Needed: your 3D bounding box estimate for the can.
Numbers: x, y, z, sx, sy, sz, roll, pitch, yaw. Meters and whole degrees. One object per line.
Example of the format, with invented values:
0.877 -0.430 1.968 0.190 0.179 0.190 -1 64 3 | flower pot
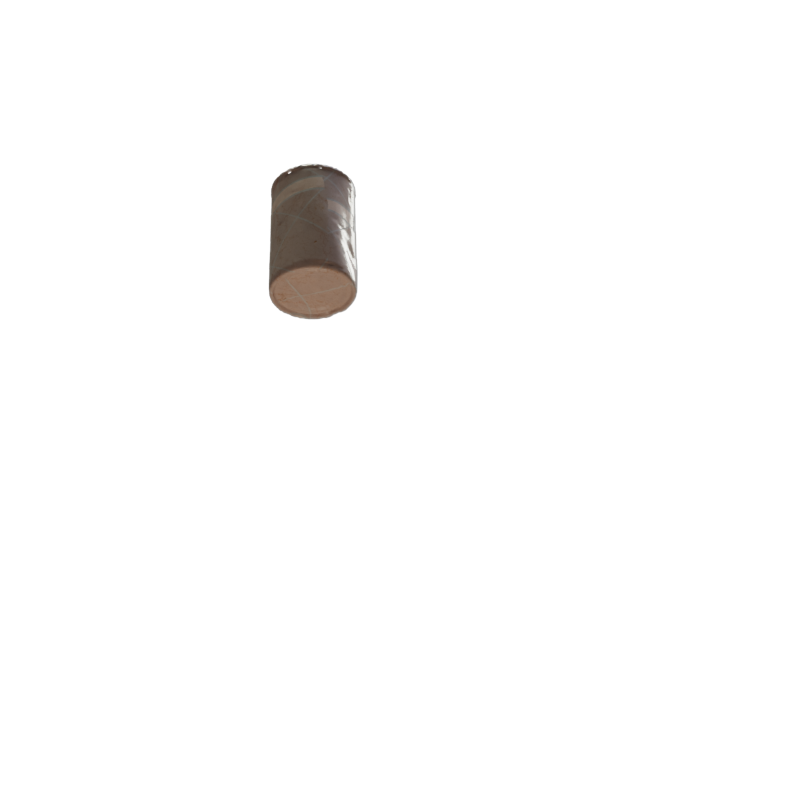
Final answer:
-0.067 -0.122 0.854 0.068 0.109 0.064 -1 -36 -2 | can
